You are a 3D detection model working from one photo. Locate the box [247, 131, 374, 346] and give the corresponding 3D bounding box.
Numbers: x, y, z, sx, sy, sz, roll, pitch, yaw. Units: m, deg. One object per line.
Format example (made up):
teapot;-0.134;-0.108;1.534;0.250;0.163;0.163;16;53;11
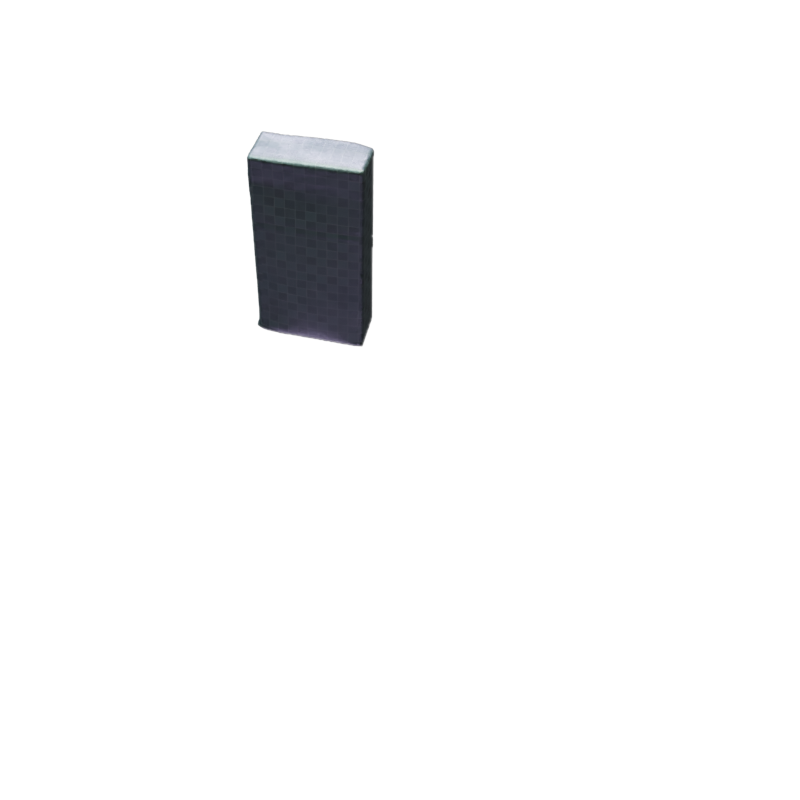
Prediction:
box;-0.069;-0.127;0.887;0.095;0.165;0.050;11;39;10
